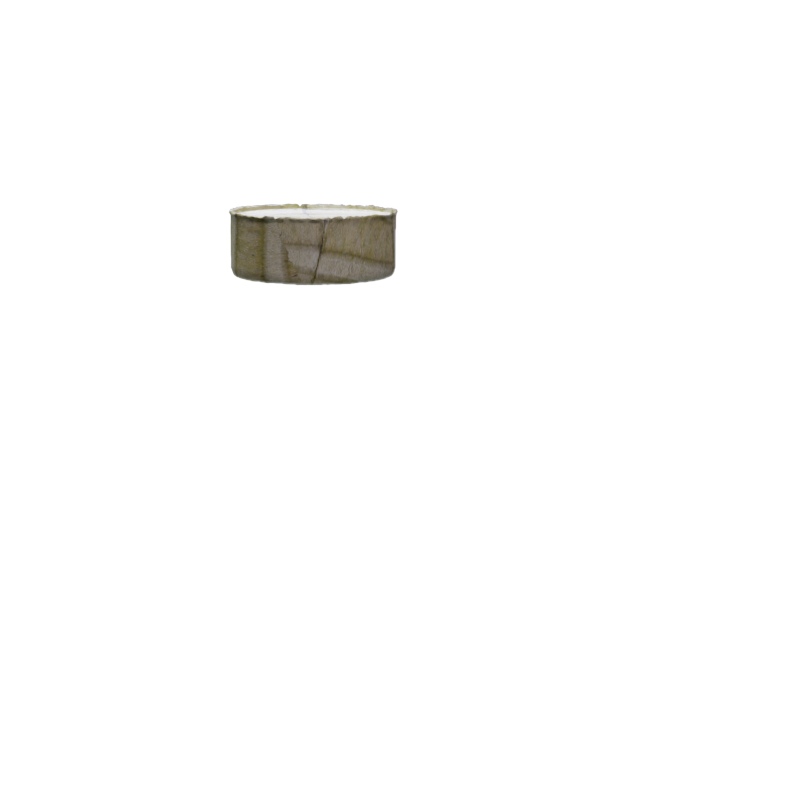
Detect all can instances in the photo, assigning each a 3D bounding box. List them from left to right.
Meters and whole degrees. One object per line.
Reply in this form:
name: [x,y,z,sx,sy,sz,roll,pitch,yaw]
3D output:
can: [-0.044,-0.081,0.567,0.086,0.033,0.088,0,13,-2]
